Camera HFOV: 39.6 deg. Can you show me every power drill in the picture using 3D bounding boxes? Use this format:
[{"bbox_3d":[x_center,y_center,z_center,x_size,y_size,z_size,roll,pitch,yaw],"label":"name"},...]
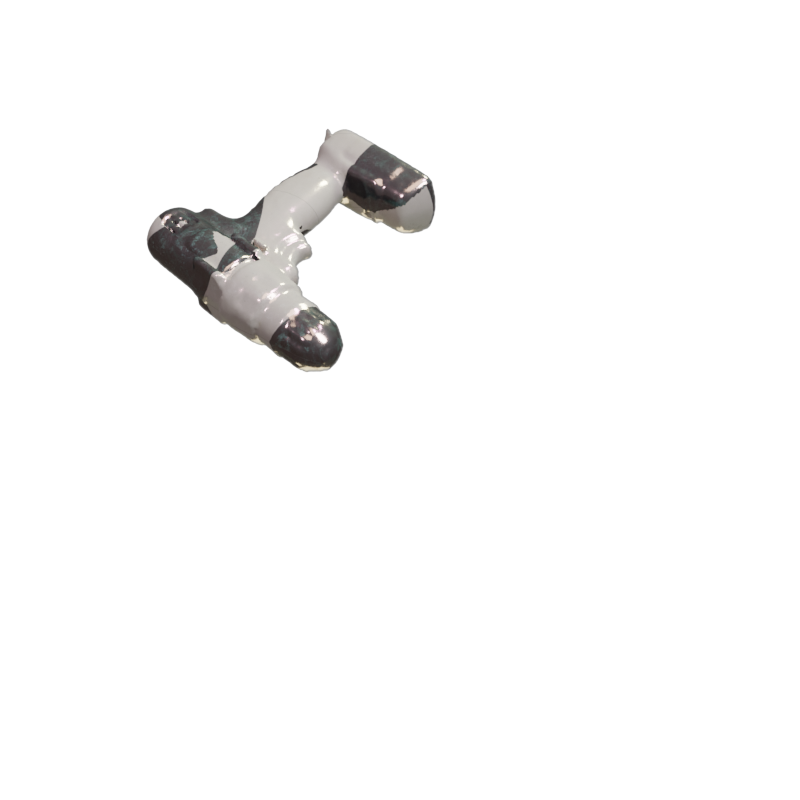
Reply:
[{"bbox_3d":[-0.063,-0.115,0.806,0.189,0.053,0.197,-36,56,-29],"label":"power drill"}]
